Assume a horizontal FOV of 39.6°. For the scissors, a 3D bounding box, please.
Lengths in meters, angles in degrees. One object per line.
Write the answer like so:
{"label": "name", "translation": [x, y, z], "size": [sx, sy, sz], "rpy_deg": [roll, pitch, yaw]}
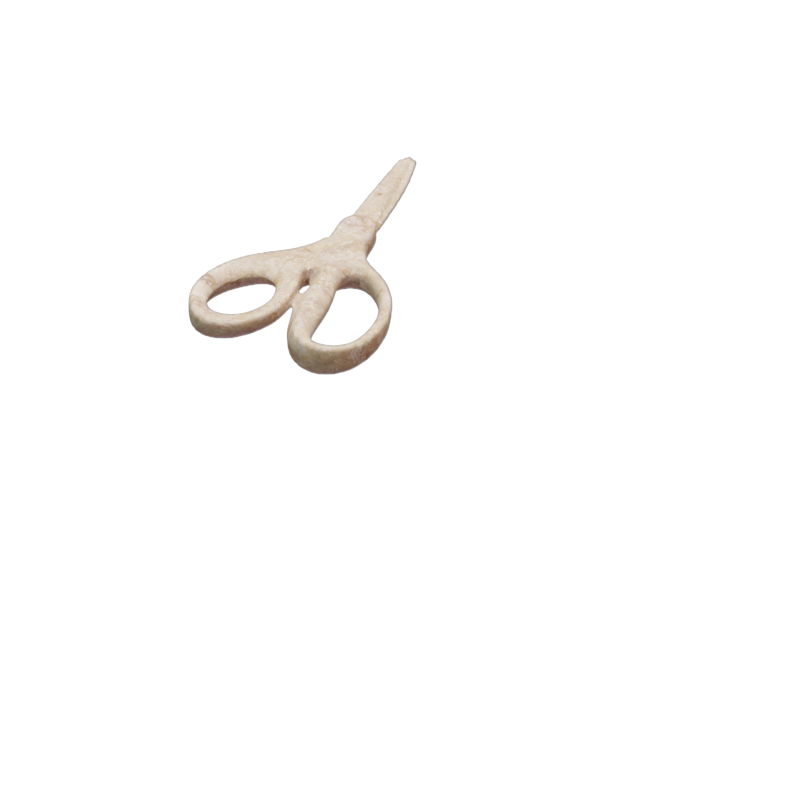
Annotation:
{"label": "scissors", "translation": [-0.041, -0.075, 0.526], "size": [0.096, 0.015, 0.214], "rpy_deg": [1, 34, 1]}
